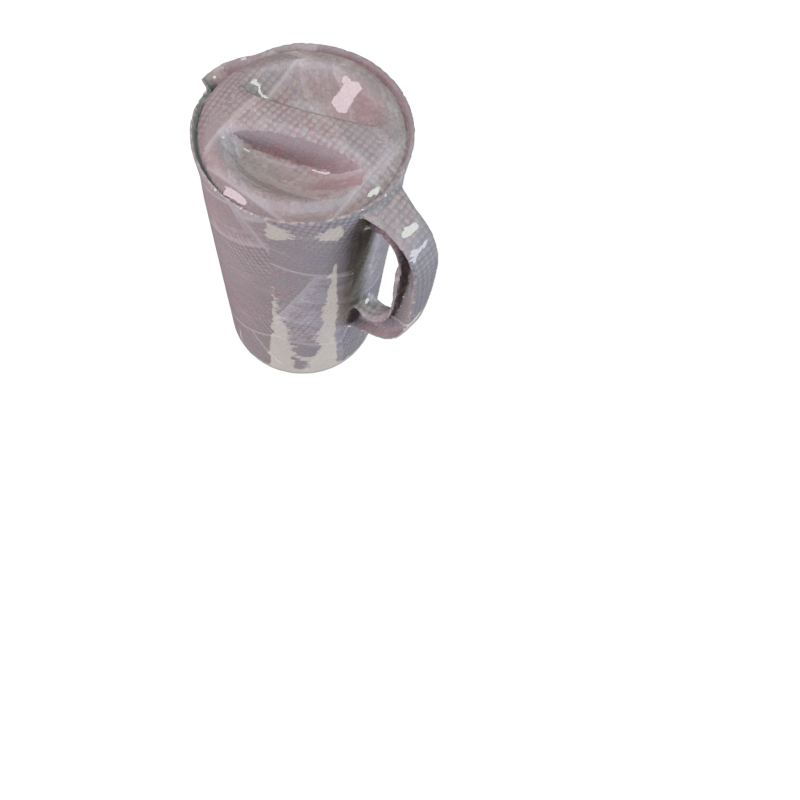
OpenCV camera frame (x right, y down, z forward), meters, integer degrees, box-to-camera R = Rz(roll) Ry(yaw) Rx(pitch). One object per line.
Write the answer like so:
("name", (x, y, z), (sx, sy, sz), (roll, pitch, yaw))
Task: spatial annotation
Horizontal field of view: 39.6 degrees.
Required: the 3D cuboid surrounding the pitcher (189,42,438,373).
("pitcher", (-0.058, -0.106, 0.745), (0.144, 0.159, 0.229), (0, -27, -3))
